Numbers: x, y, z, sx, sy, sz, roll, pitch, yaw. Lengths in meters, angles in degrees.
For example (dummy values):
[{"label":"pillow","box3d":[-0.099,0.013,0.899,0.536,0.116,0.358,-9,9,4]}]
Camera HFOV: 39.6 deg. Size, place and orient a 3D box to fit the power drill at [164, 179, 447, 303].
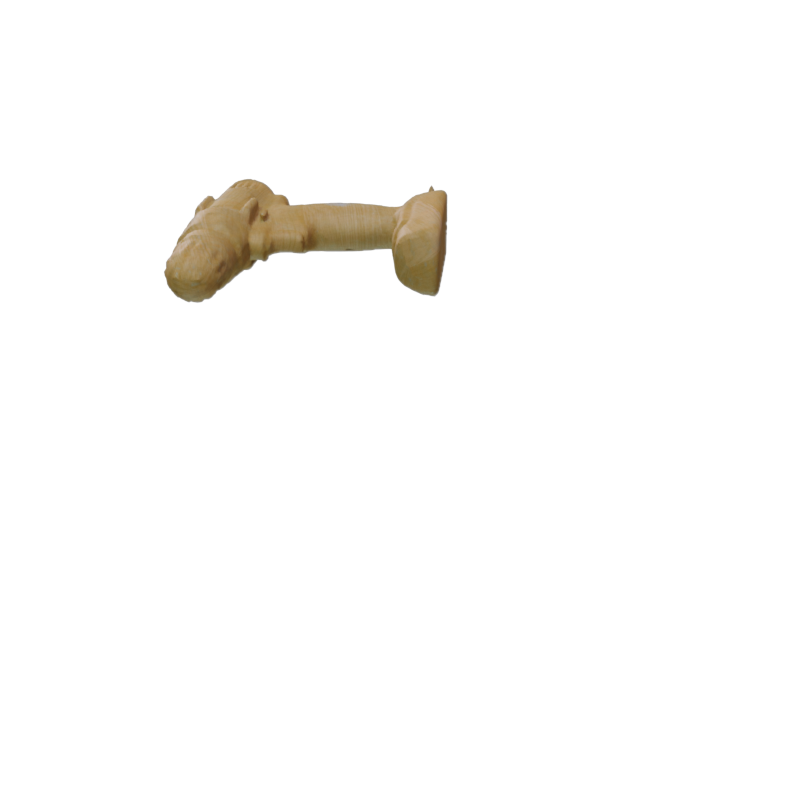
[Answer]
[{"label":"power drill","box3d":[-0.063,-0.114,0.799,0.190,0.054,0.192,4,28,8]}]
